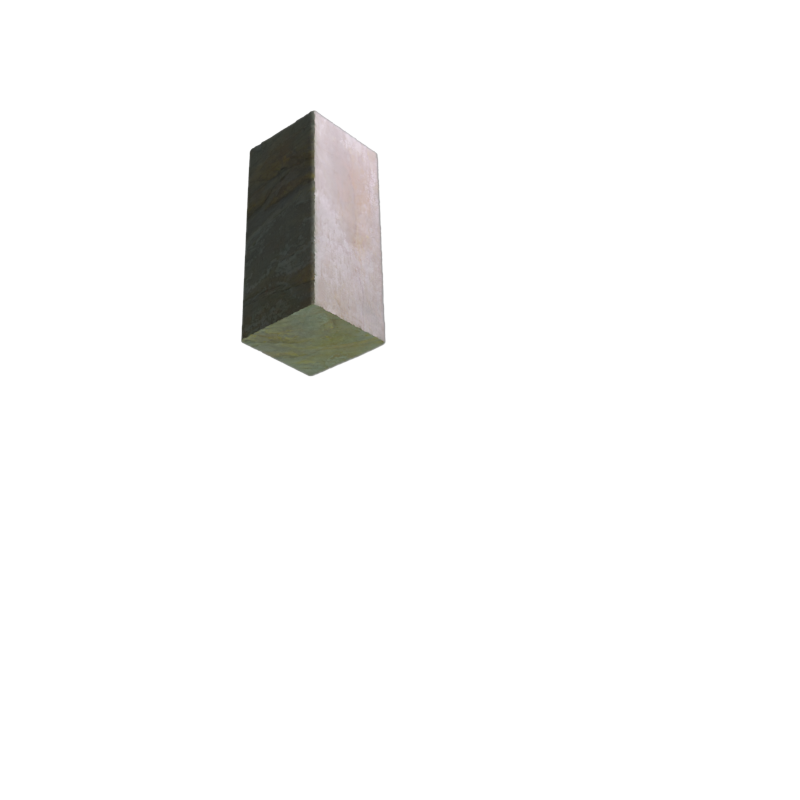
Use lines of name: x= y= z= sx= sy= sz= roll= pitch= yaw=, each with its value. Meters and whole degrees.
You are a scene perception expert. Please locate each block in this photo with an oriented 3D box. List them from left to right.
block: x=-0.078 y=-0.140 z=0.986 sx=0.090 sy=0.220 sz=0.085 roll=-27 pitch=-39 yaw=33
